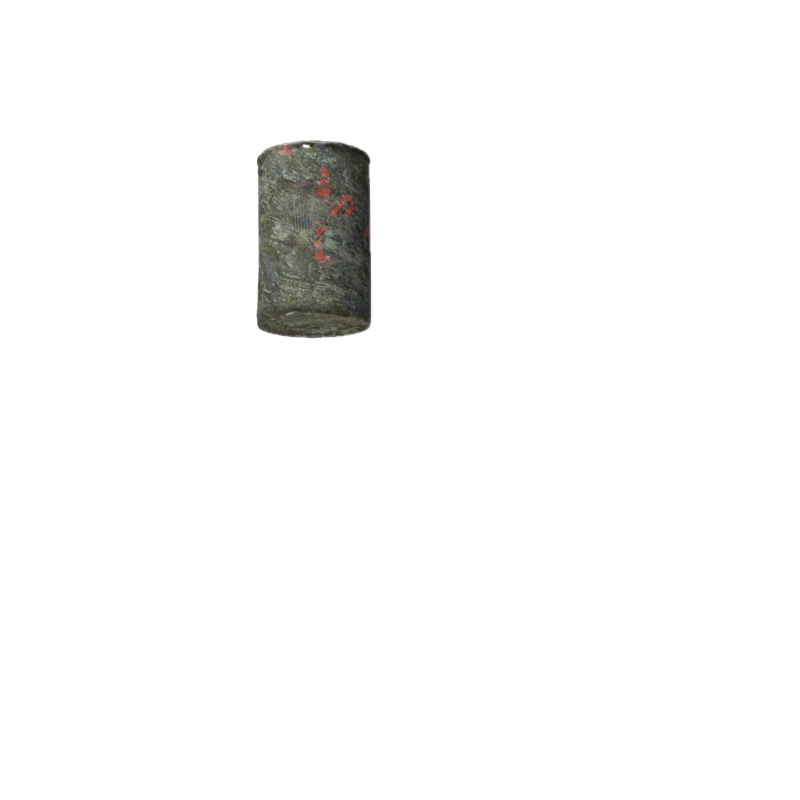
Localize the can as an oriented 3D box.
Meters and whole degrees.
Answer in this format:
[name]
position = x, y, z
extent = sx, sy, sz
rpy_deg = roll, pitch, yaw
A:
[can]
position = -0.051, -0.093, 0.648
extent = 0.068, 0.106, 0.066
rpy_deg = 0, -14, -2
